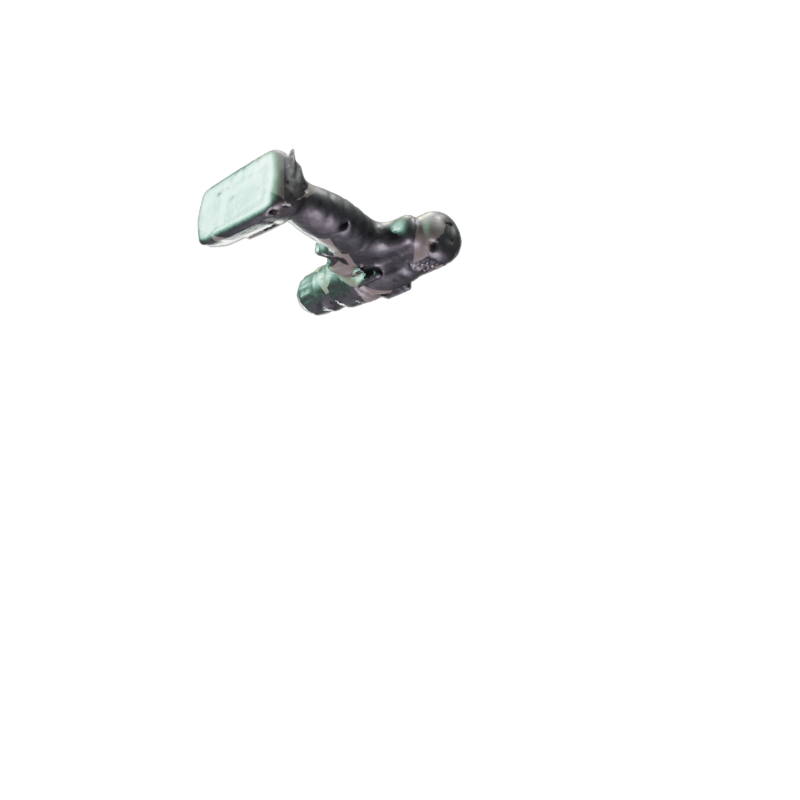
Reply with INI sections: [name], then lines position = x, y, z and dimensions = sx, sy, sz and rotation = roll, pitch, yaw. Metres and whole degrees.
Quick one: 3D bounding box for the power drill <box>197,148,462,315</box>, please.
[power drill]
position = -0.072, -0.132, 0.921
dimensions = 0.177, 0.061, 0.185
rotation = 19, -29, -39
